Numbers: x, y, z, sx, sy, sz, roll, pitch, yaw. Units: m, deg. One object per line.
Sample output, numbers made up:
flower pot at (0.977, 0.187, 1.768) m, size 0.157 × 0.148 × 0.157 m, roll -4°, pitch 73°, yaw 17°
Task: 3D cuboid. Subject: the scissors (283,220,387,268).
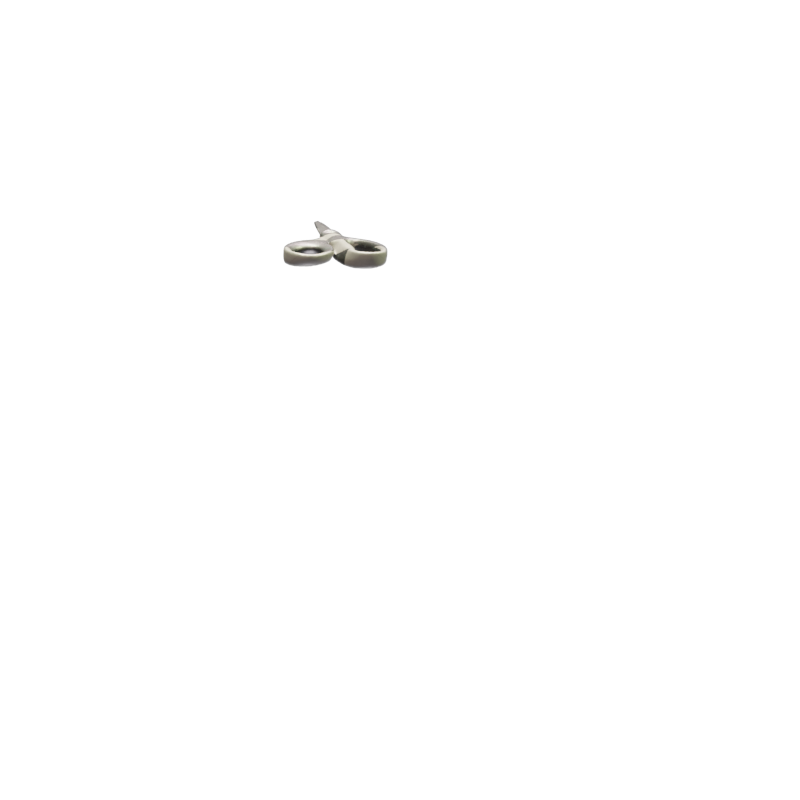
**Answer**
scissors at (-0.078, -0.143, 1.000) m, size 0.094 × 0.015 × 0.213 m, roll -8°, pitch 19°, yaw -23°
